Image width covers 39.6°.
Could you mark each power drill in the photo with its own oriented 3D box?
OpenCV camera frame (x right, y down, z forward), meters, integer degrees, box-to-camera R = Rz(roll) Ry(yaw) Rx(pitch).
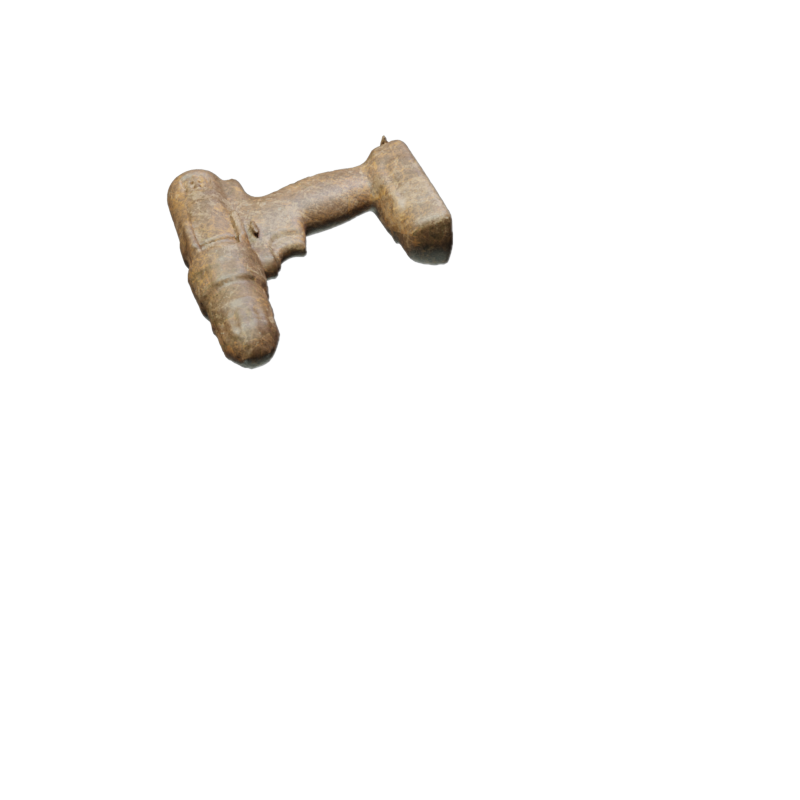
[{"bbox_3d":[-0.062,-0.113,0.790,0.186,0.200,0.053,-15,-40,-13],"label":"power drill"}]
